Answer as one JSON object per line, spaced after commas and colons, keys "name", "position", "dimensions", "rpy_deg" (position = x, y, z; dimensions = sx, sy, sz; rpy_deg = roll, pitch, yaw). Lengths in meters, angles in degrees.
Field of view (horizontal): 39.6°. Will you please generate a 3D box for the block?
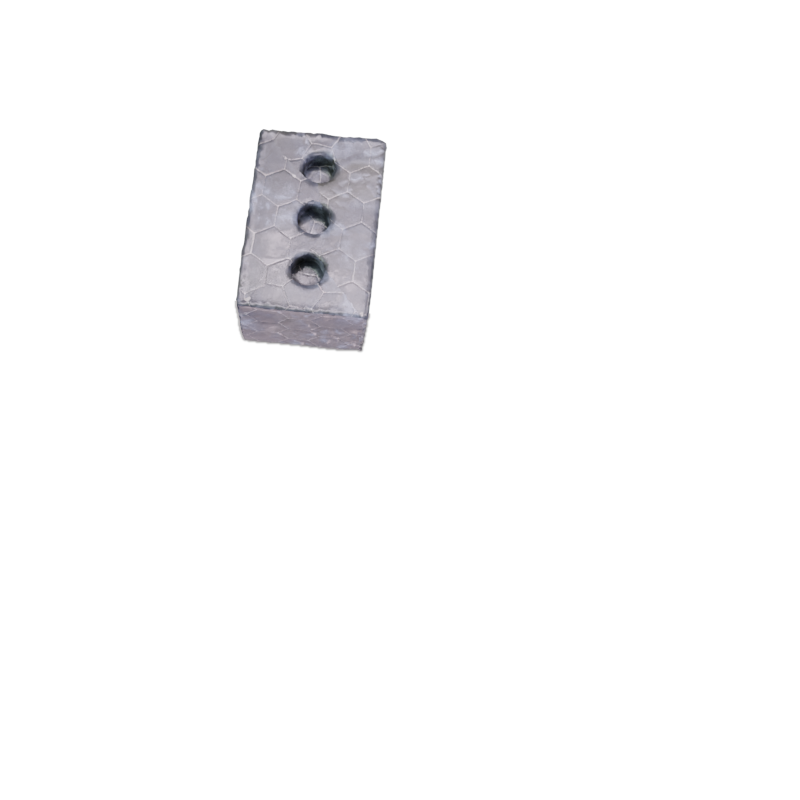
{"name": "block", "position": [-0.036, -0.065, 0.455], "dimensions": [0.053, 0.081, 0.049], "rpy_deg": [5, -19, 0]}
